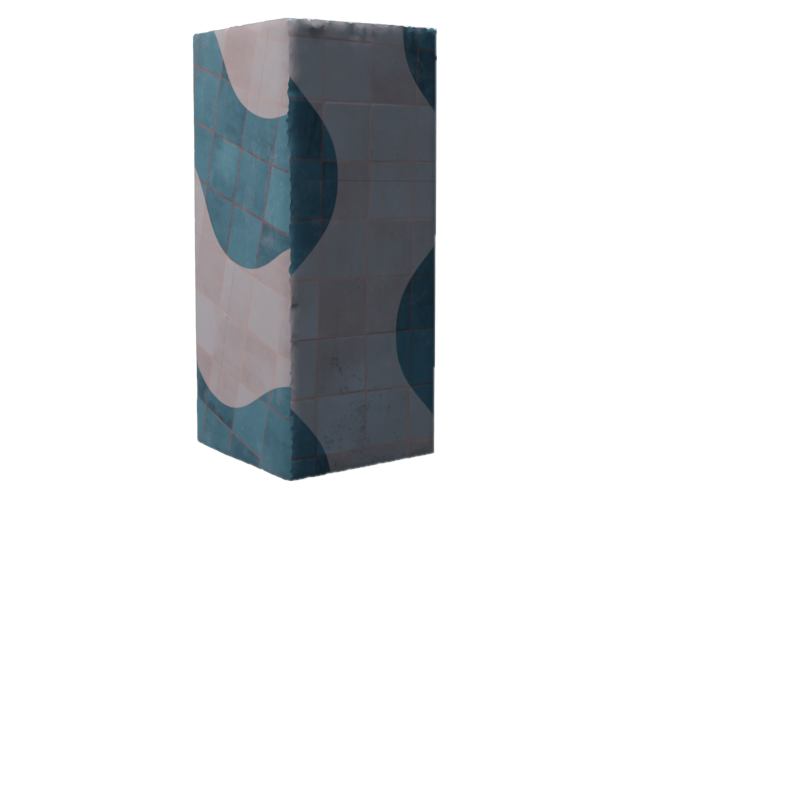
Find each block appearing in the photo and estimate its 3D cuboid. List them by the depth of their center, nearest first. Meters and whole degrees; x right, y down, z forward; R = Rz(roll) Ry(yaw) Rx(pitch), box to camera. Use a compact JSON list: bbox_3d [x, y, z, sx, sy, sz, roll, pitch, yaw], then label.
[{"bbox_3d":[-0.043,-0.078,0.546,0.088,0.204,0.094,-4,7,-36],"label":"block"}]
